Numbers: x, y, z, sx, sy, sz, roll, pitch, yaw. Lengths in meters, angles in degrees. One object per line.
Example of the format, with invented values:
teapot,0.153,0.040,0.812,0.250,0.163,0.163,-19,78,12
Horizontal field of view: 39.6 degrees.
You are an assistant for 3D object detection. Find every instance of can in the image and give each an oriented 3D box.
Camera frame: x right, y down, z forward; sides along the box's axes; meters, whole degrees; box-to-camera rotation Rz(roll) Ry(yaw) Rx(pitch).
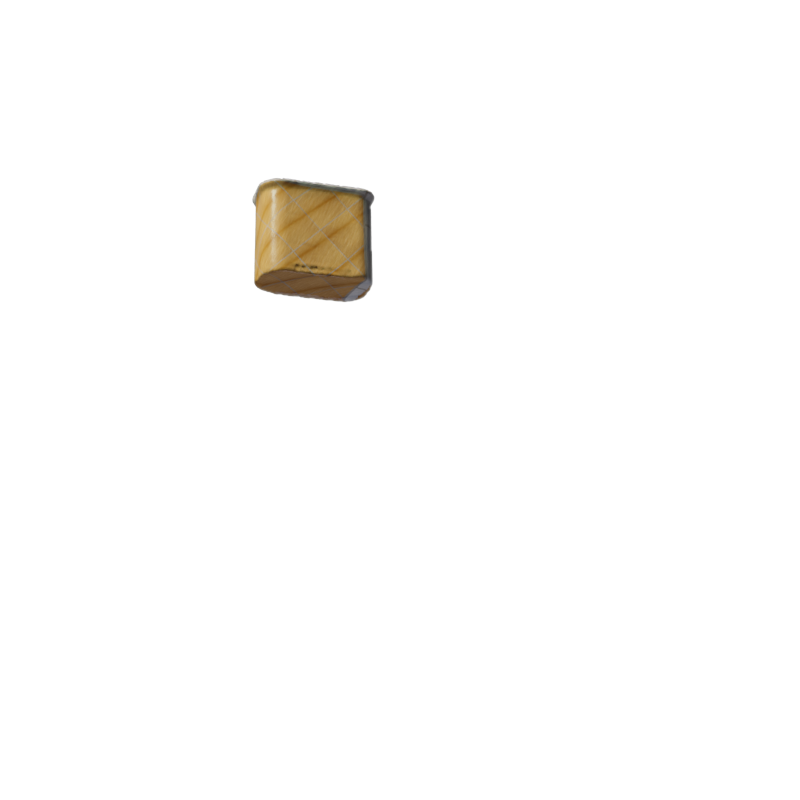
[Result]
can,-0.073,-0.133,0.933,0.099,0.088,0.056,5,-23,-16
